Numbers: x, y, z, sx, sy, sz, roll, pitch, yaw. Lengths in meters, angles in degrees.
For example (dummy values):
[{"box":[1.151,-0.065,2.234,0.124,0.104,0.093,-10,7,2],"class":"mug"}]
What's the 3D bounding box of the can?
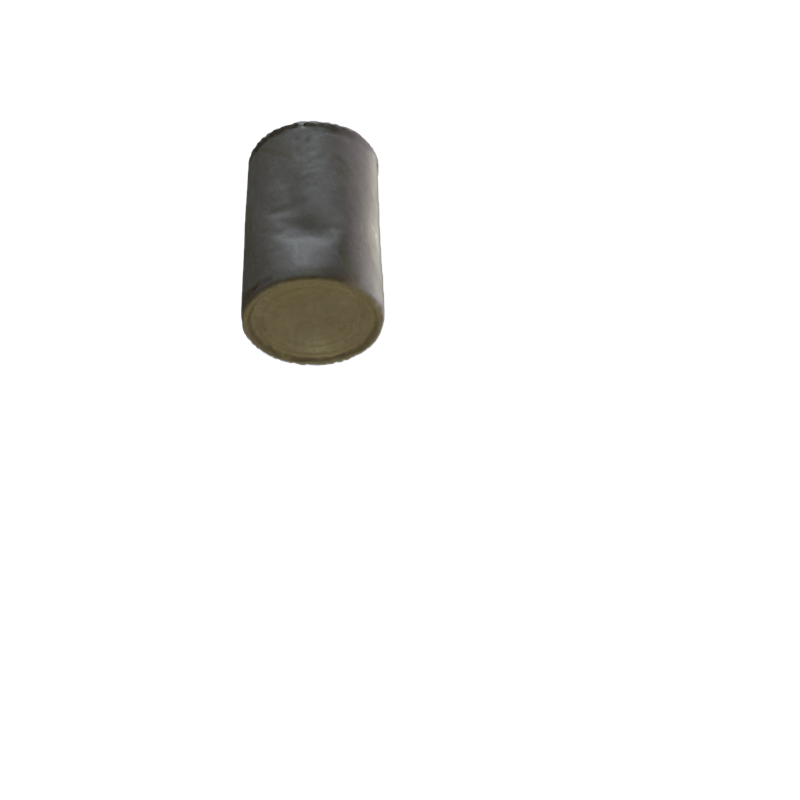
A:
[{"box":[-0.042,-0.077,0.540,0.068,0.110,0.064,-1,-38,-3],"class":"can"}]
